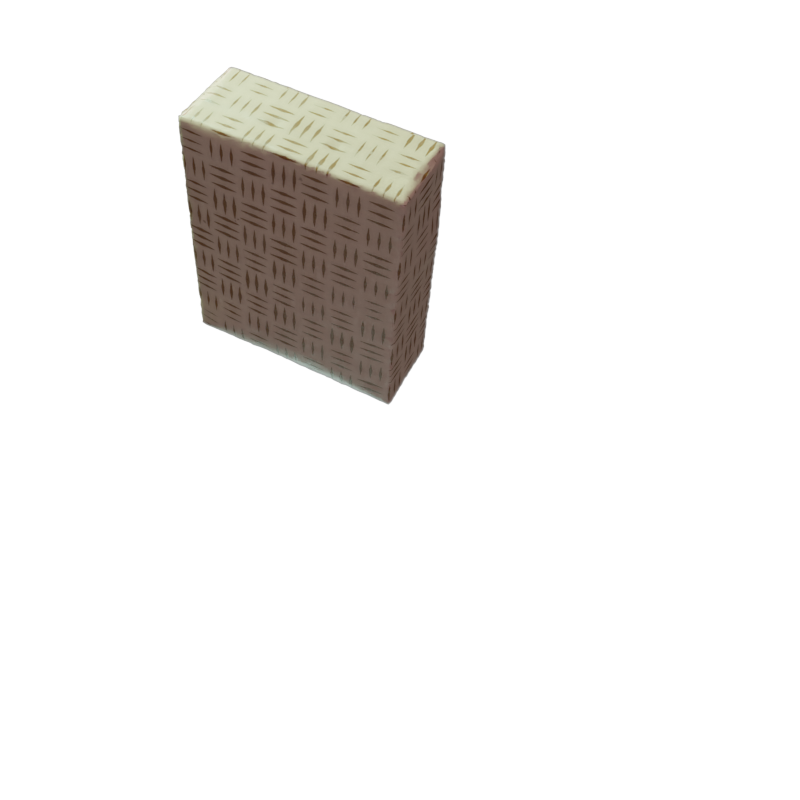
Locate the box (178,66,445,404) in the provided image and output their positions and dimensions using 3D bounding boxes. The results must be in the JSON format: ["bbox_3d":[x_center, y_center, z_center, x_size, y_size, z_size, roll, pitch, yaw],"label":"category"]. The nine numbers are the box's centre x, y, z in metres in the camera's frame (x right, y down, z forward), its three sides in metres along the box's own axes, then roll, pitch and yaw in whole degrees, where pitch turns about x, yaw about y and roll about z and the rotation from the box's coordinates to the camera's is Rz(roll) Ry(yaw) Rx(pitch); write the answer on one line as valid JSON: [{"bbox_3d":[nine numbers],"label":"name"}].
[{"bbox_3d":[-0.061,-0.110,0.773,0.170,0.074,0.199,25,-36,16],"label":"box"}]
